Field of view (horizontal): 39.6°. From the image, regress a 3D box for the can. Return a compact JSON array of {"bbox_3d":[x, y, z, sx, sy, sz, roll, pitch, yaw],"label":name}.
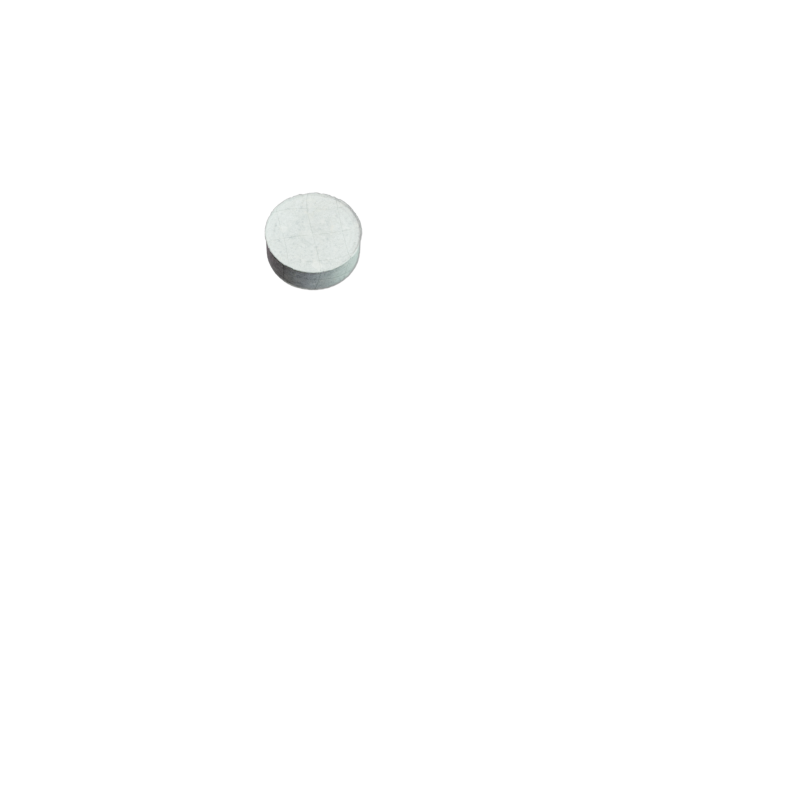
[{"bbox_3d":[-0.077,-0.141,0.988,0.086,0.092,0.031,-1,-32,-1],"label":"can"}]
